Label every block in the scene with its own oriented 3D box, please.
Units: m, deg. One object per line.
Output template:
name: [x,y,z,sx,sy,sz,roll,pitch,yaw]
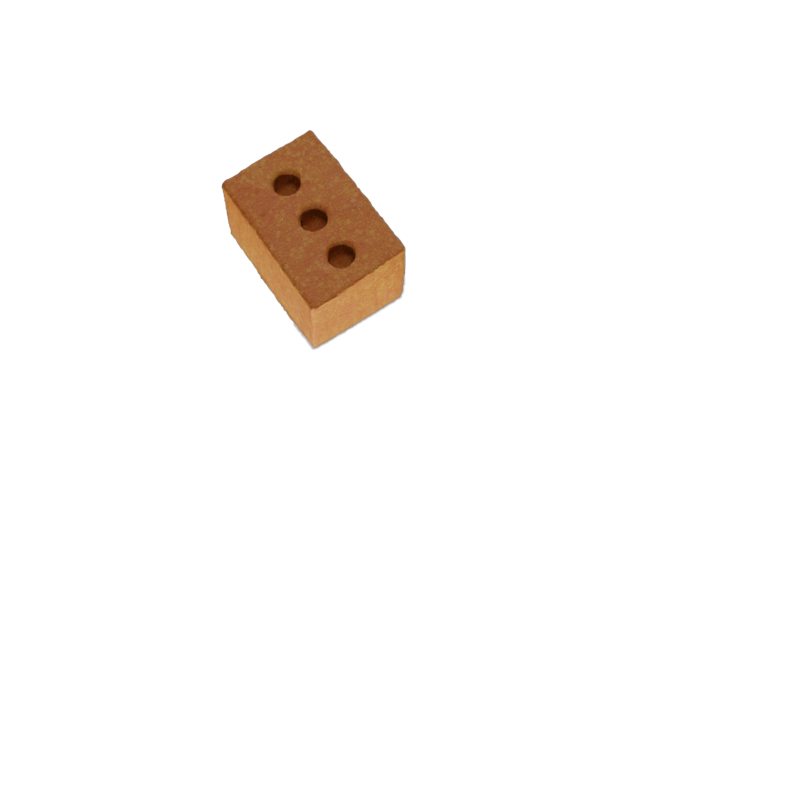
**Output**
block: [-0.041,-0.074,0.520,0.053,0.082,0.049,-33,-18,-14]
